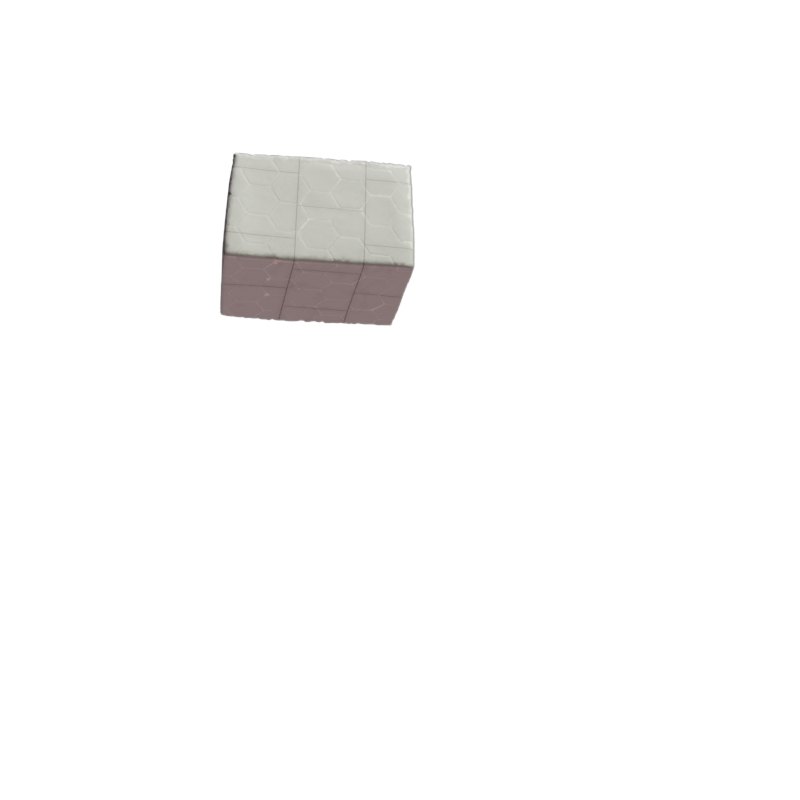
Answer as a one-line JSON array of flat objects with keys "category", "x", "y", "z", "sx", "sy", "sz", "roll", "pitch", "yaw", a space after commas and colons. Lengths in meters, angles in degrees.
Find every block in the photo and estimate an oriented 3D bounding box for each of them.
[{"category": "block", "x": -0.037, "y": -0.067, "z": 0.471, "sx": 0.077, "sy": 0.054, "sz": 0.050, "roll": 3, "pitch": -28, "yaw": -8}]
